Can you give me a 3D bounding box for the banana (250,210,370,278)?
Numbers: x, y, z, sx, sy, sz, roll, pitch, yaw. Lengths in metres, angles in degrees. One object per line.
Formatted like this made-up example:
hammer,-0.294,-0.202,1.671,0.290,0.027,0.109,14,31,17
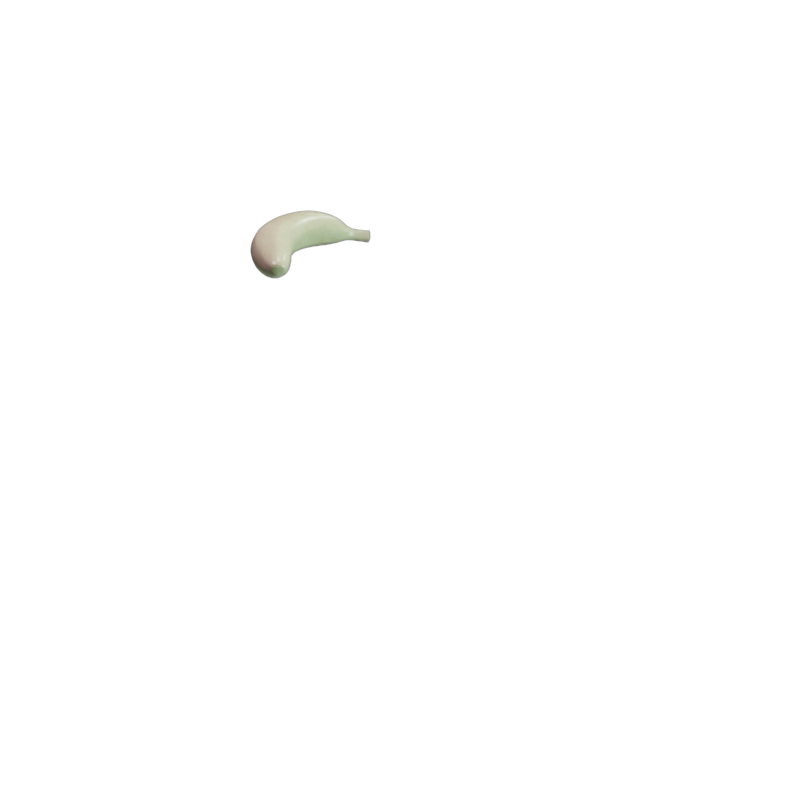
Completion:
banana,-0.094,-0.146,1.003,0.072,0.035,0.198,7,21,21
